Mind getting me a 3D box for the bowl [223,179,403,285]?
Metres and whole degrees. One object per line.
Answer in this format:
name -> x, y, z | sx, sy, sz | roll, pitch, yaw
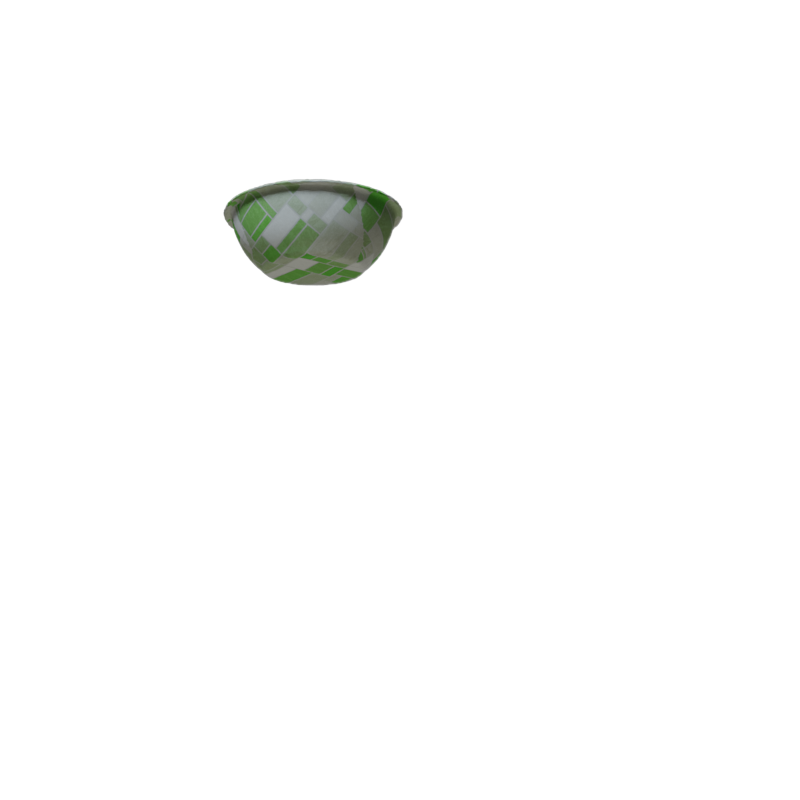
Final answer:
bowl -> -0.078, -0.142, 0.992 | 0.162, 0.057, 0.156 | 0, -13, -2
